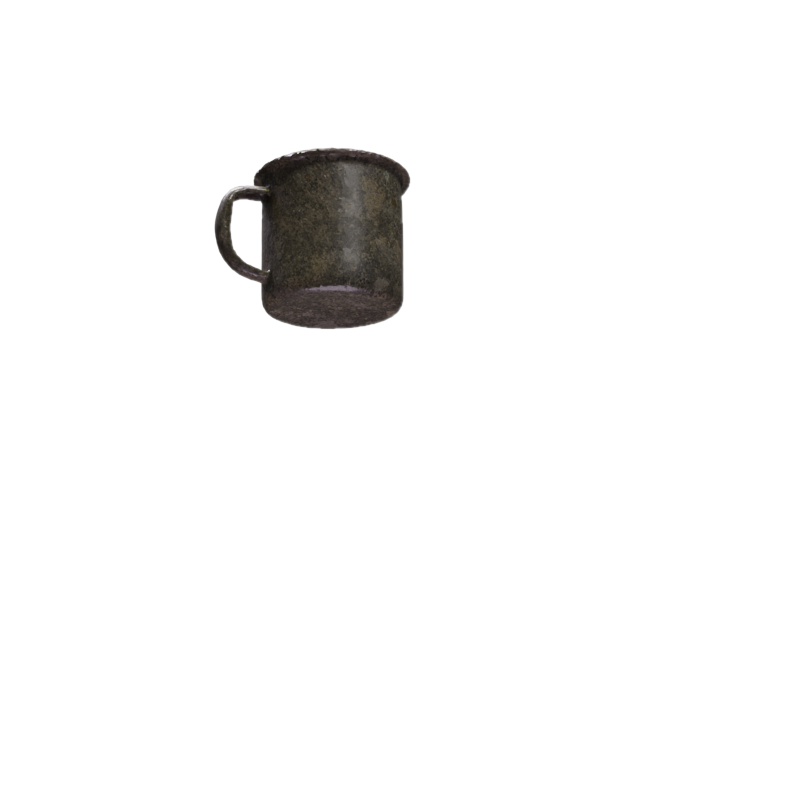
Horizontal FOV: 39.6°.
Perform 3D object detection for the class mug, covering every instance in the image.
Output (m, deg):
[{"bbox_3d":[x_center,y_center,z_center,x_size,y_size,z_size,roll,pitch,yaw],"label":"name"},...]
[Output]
[{"bbox_3d":[-0.050,-0.091,0.639,0.113,0.085,0.093,7,-18,-25],"label":"mug"}]
